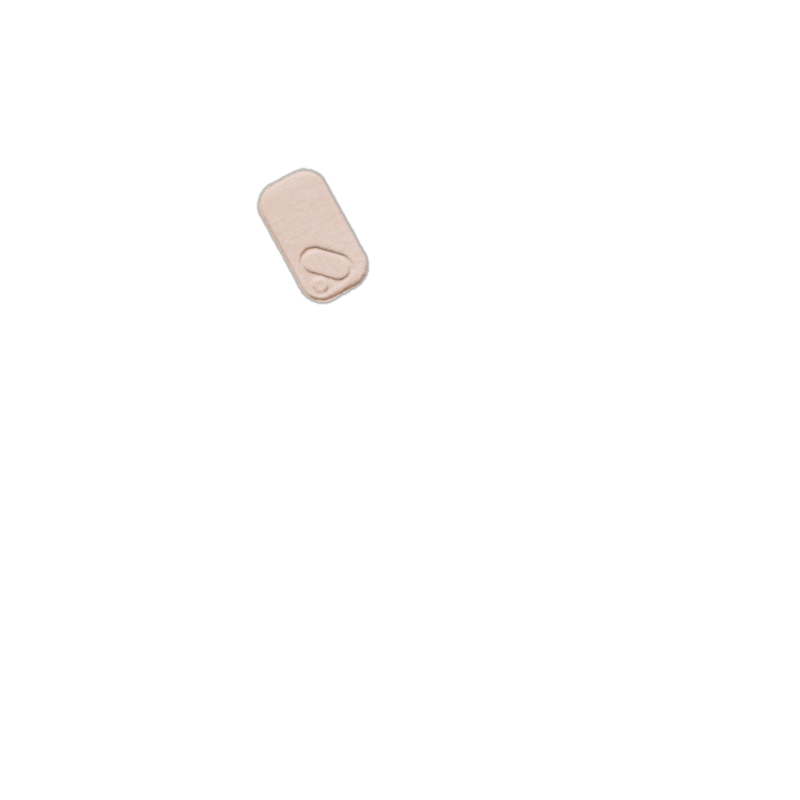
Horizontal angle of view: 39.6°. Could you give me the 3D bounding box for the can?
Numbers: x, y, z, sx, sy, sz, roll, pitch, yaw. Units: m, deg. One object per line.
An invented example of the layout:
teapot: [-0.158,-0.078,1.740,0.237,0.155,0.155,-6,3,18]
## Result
can: [-0.070,-0.128,0.897,0.057,0.103,0.083,-29,-2,-3]
